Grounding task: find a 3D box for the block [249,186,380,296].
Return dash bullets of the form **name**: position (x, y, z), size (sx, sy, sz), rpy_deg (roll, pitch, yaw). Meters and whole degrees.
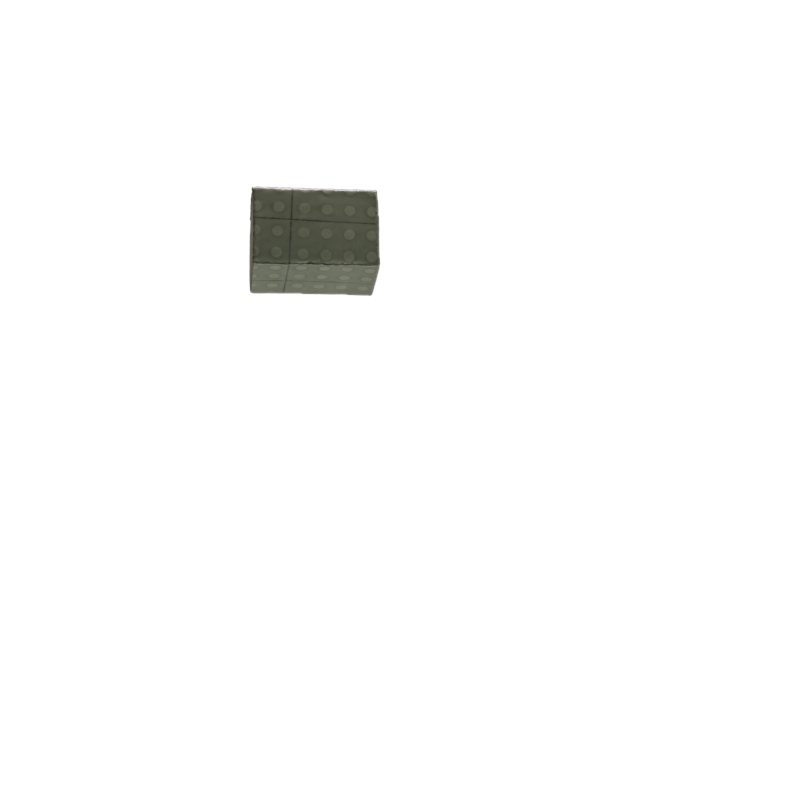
- **block**: position (-0.053, -0.097, 0.677), size (0.077, 0.054, 0.051), rpy_deg (1, -19, -6)
